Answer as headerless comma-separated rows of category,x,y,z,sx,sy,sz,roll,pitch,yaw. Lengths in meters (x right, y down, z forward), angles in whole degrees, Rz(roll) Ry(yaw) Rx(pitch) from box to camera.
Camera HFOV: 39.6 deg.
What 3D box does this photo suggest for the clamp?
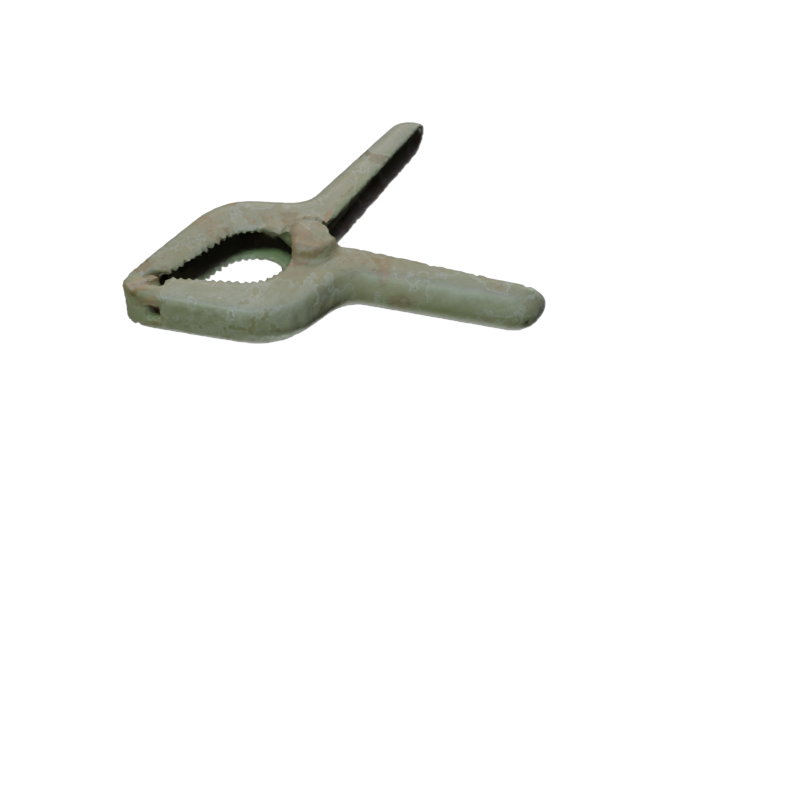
clamp,-0.047,-0.086,0.606,0.208,0.178,0.034,-11,-42,-10
